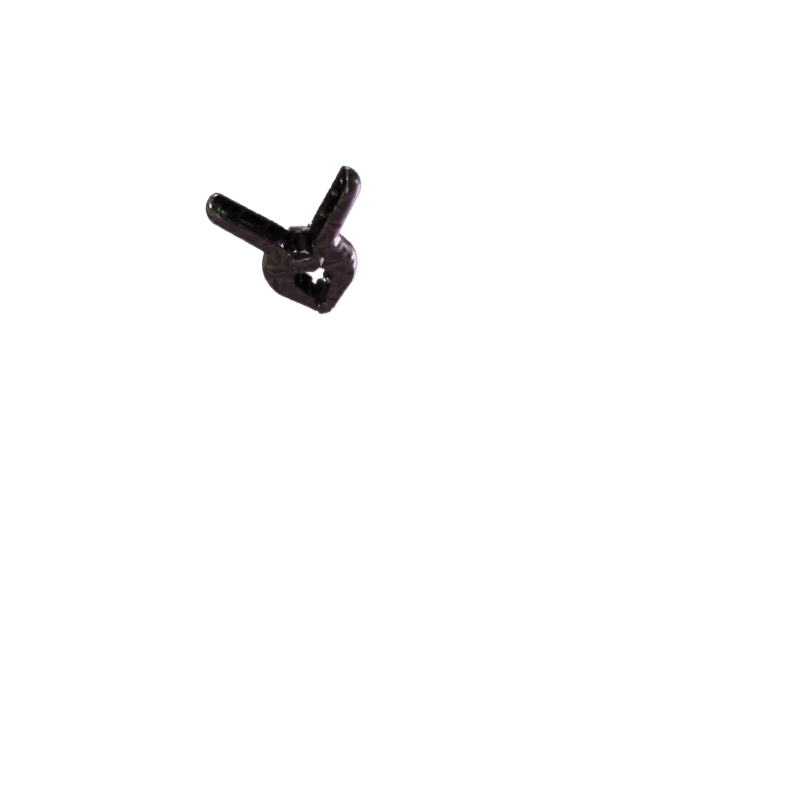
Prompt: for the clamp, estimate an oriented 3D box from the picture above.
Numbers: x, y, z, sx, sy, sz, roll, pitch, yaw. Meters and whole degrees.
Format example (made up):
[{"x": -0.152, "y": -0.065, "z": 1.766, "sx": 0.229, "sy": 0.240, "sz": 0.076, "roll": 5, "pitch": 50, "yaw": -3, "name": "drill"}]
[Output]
[{"x": -0.070, "y": -0.128, "z": 0.897, "sx": 0.122, "sy": 0.042, "sz": 0.159, "roll": -9, "pitch": -28, "yaw": 17, "name": "clamp"}]
